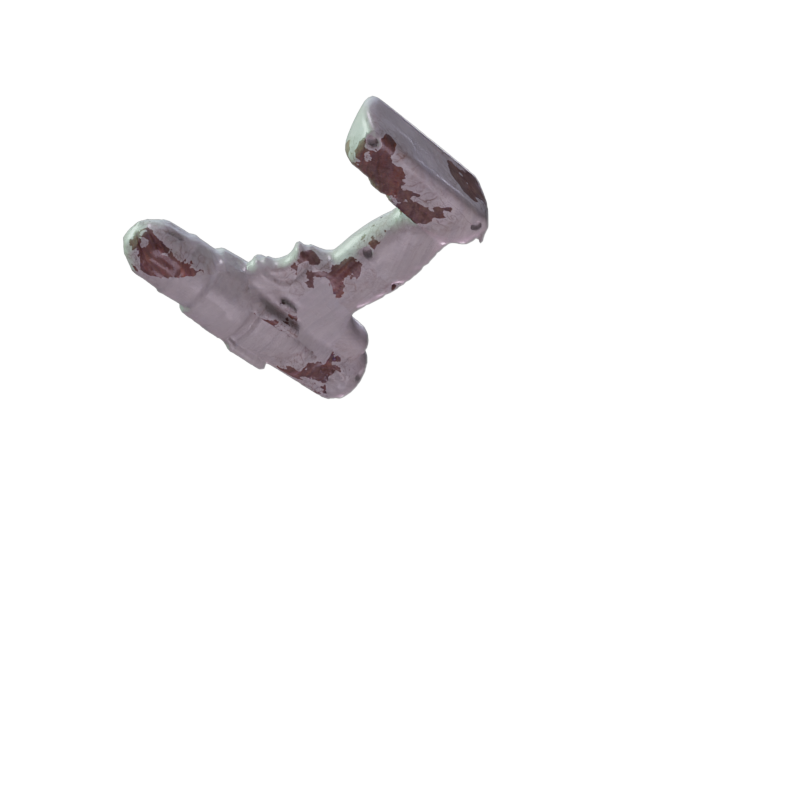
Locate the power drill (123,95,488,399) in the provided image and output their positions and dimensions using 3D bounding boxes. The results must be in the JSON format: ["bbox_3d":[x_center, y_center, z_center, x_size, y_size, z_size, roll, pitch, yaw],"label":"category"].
[{"bbox_3d":[-0.054,-0.098,0.690,0.175,0.061,0.185,34,-58,-25],"label":"power drill"}]
